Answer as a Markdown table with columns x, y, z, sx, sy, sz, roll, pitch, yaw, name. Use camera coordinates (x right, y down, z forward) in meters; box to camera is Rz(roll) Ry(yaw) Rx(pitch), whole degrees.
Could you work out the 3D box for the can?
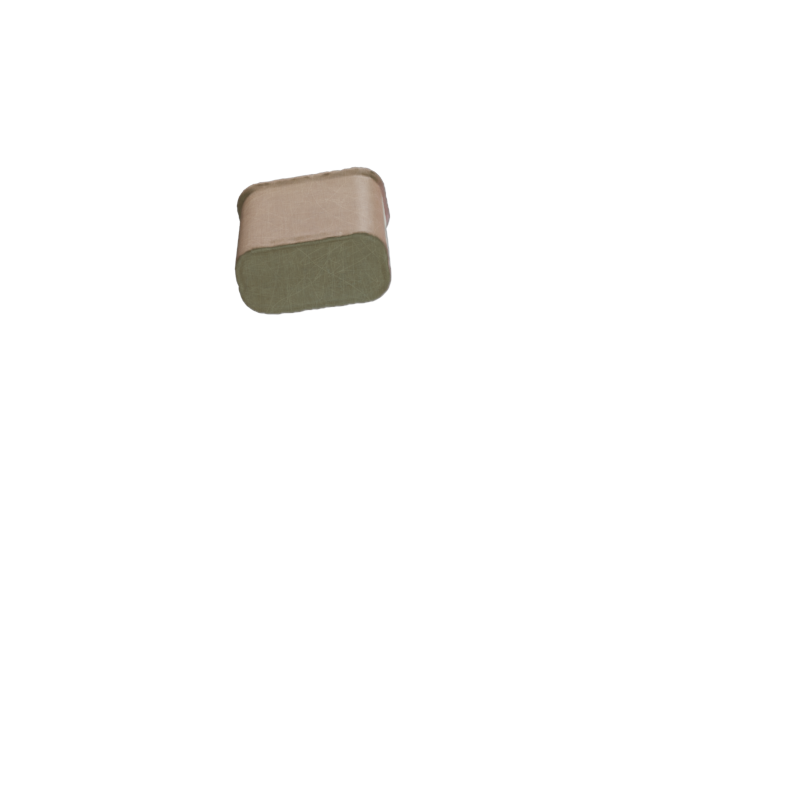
| x | y | z | sx | sy | sz | roll | pitch | yaw | name |
| --- | --- | --- | --- | --- | --- | --- | --- | --- | --- |
| -0.056 | -0.103 | 0.720 | 0.102 | 0.054 | 0.089 | -9 | 35 | 4 | can |
